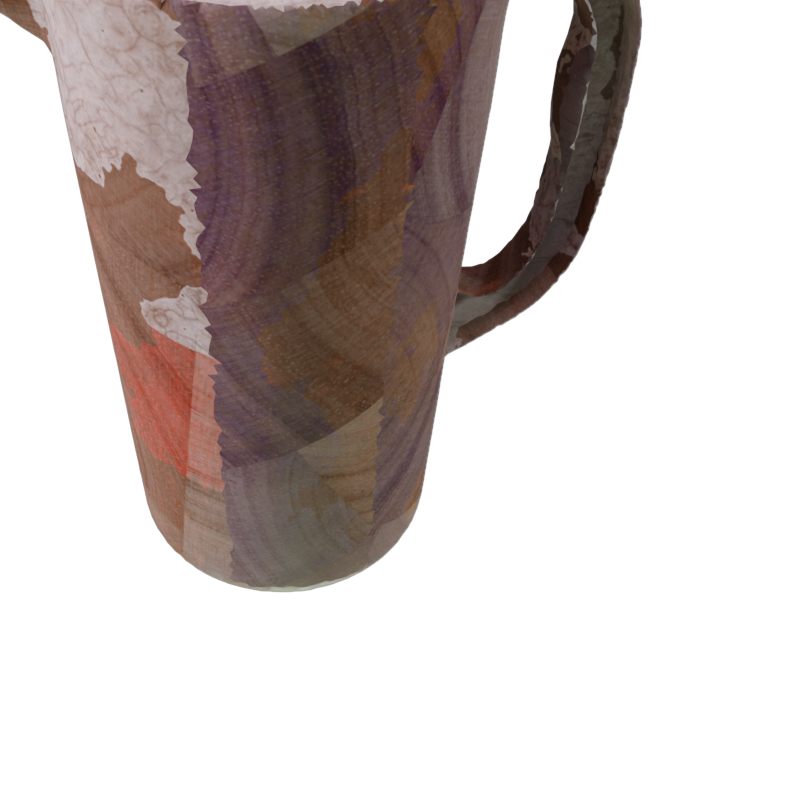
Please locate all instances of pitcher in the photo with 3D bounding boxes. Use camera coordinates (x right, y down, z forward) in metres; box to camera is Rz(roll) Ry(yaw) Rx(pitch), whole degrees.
[{"bbox_3d":[-0.028,-0.052,0.364,0.157,0.227,0.147,27,46,25],"label":"pitcher"}]
